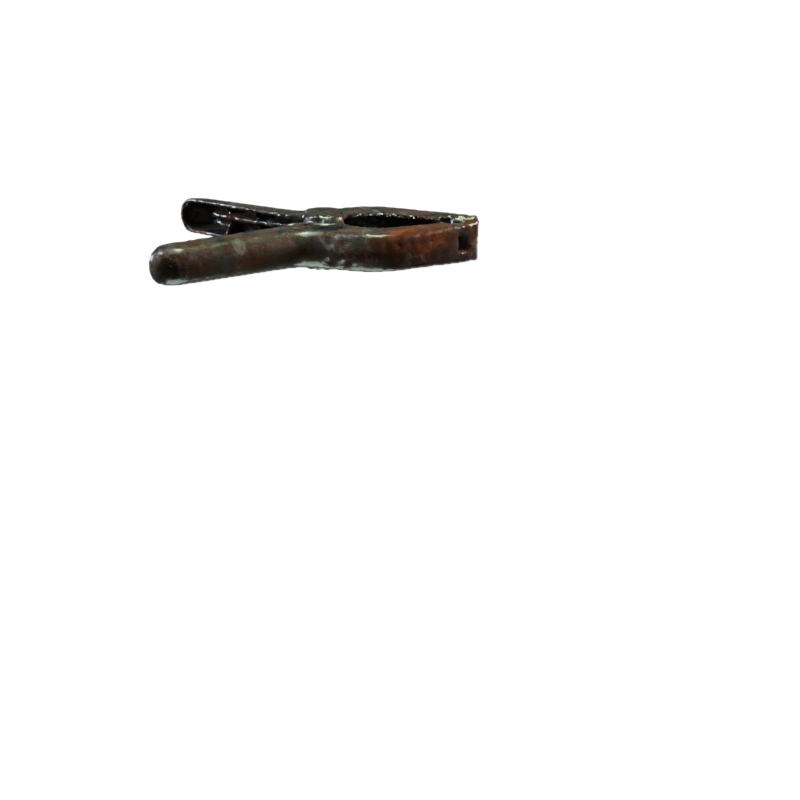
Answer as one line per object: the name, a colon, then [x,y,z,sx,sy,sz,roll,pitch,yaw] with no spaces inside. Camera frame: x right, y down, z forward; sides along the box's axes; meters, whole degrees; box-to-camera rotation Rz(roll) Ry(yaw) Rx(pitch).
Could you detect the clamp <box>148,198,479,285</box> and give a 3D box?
clamp: [-0.056,-0.101,0.711,0.212,0.035,0.170,2,21,5]
